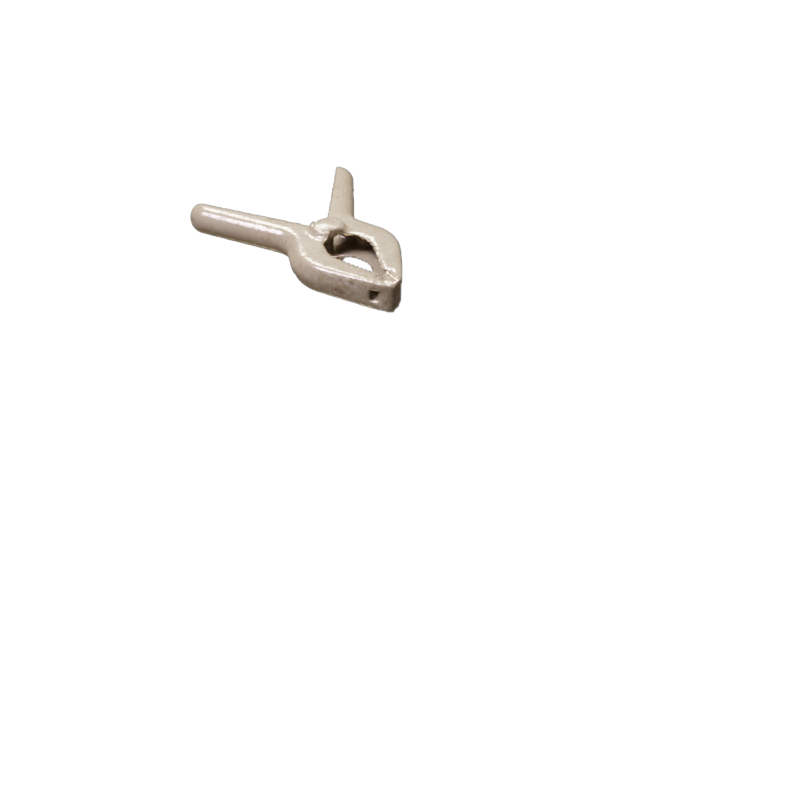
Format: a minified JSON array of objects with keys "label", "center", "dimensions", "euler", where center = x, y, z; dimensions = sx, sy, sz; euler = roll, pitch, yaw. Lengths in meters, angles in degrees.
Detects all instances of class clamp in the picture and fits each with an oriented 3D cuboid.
[{"label":"clamp","center":[-0.074,-0.134,0.942],"dimensions":[0.162,0.034,0.227],"euler":[-17,40,-21]}]
